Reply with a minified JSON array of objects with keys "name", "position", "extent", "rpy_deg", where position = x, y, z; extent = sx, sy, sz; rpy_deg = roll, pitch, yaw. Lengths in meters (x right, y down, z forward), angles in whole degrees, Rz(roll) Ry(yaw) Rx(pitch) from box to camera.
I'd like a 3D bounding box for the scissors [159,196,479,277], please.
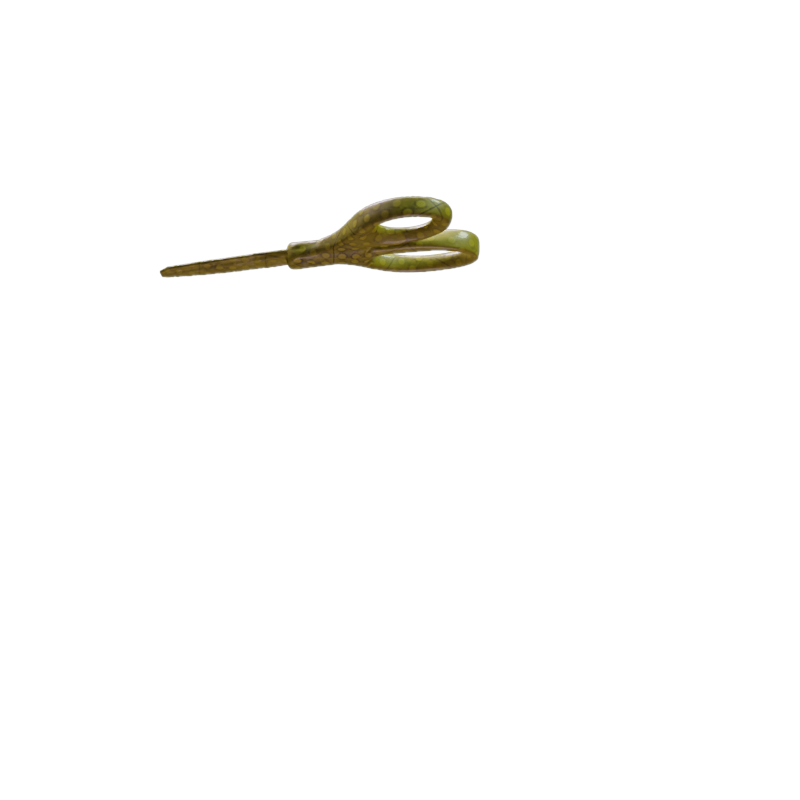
[{"name":"scissors","position":[-0.052,-0.095,0.668],"extent":[0.202,0.017,0.091],"rpy_deg":[-1,-18,2]}]
